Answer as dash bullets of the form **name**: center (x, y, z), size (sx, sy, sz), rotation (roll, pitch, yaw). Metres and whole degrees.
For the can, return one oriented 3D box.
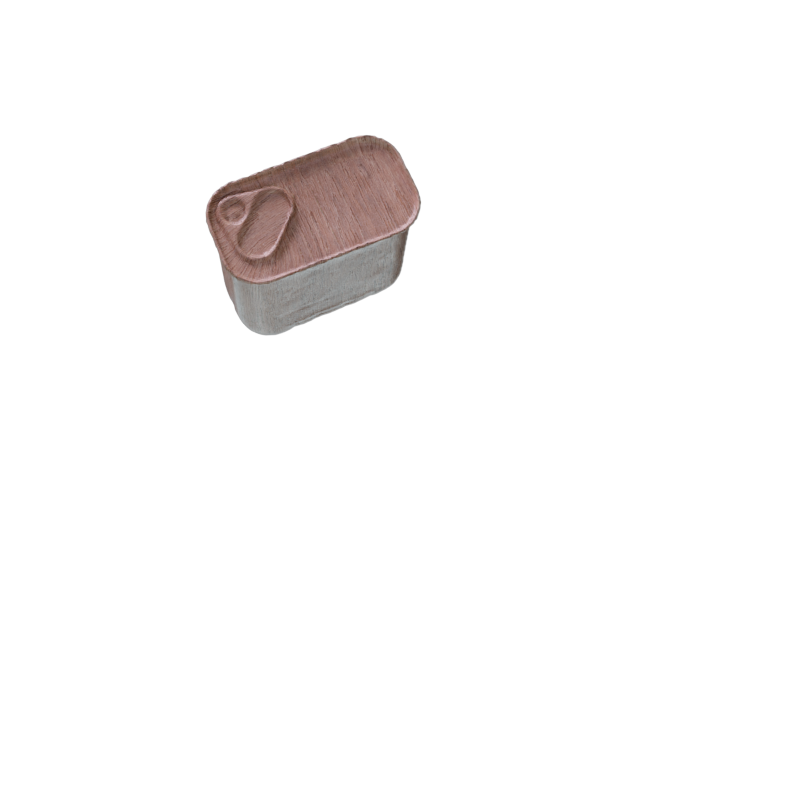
- **can**: center (-0.045, -0.082, 0.573), size (0.101, 0.060, 0.080), rotation (-22, -17, -10)
